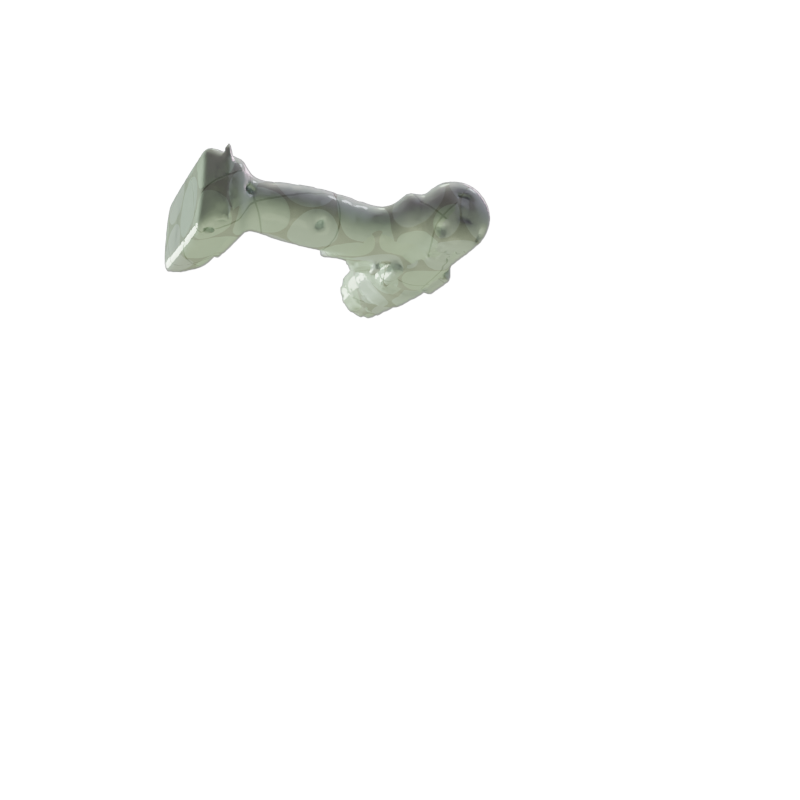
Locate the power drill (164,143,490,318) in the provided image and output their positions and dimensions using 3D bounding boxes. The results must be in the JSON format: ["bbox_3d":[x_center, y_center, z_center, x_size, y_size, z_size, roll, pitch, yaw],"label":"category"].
[{"bbox_3d":[-0.058,-0.106,0.741,0.182,0.060,0.181,6,-18,-21],"label":"power drill"}]
